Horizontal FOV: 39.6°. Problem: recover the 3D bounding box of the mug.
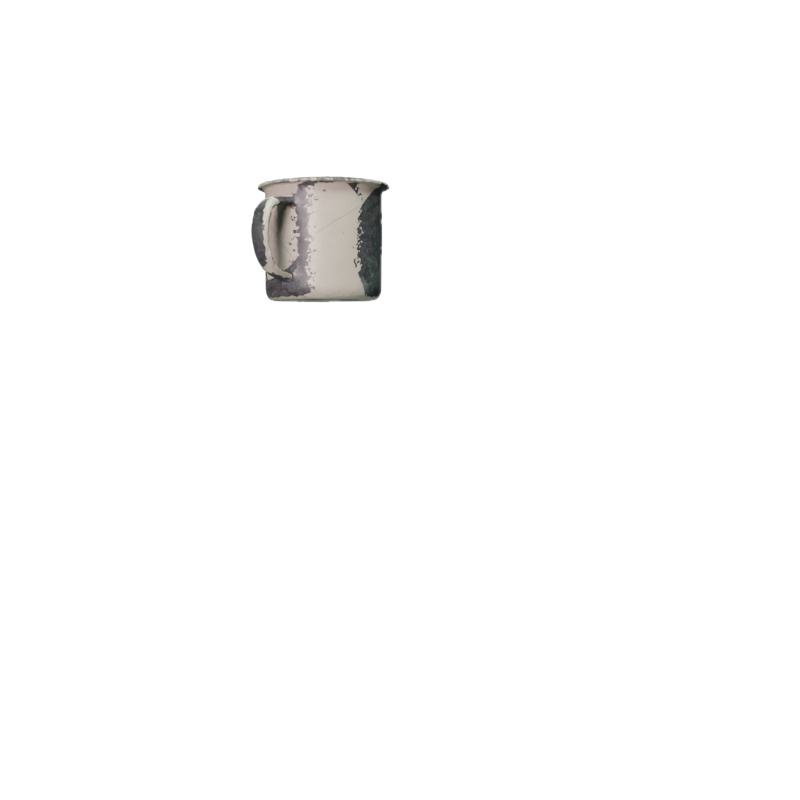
[{"bbox_3d":[-0.060,-0.110,0.771,0.096,0.082,0.112,0,0,34],"label":"mug"}]
